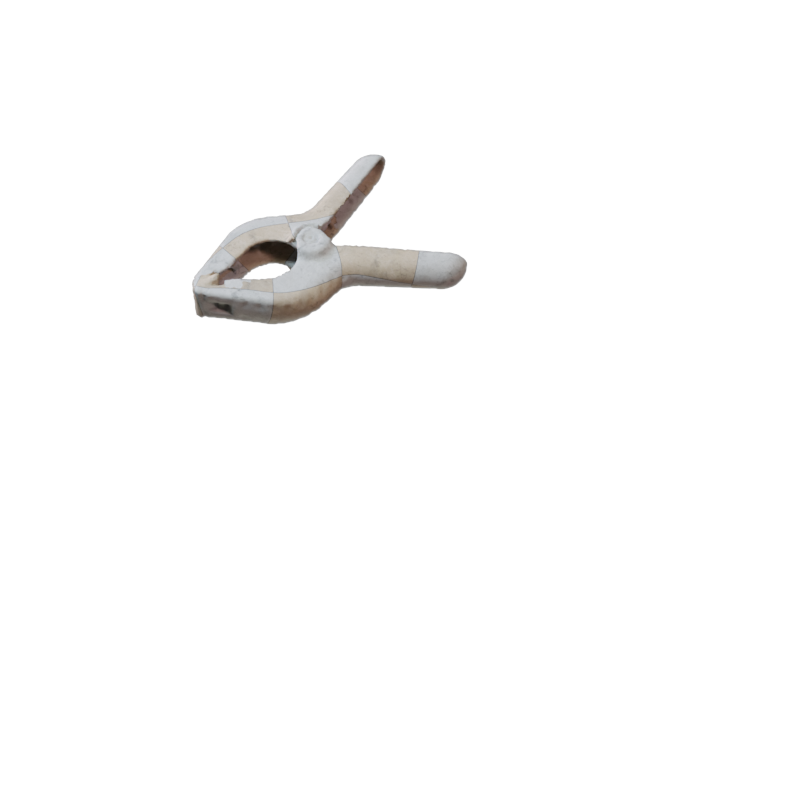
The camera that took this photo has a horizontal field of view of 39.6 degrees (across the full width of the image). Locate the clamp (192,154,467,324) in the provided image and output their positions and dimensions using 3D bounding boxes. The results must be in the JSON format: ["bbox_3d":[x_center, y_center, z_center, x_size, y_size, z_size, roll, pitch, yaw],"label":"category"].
[{"bbox_3d":[-0.056,-0.103,0.718,0.170,0.036,0.130,-14,47,-14],"label":"clamp"}]
